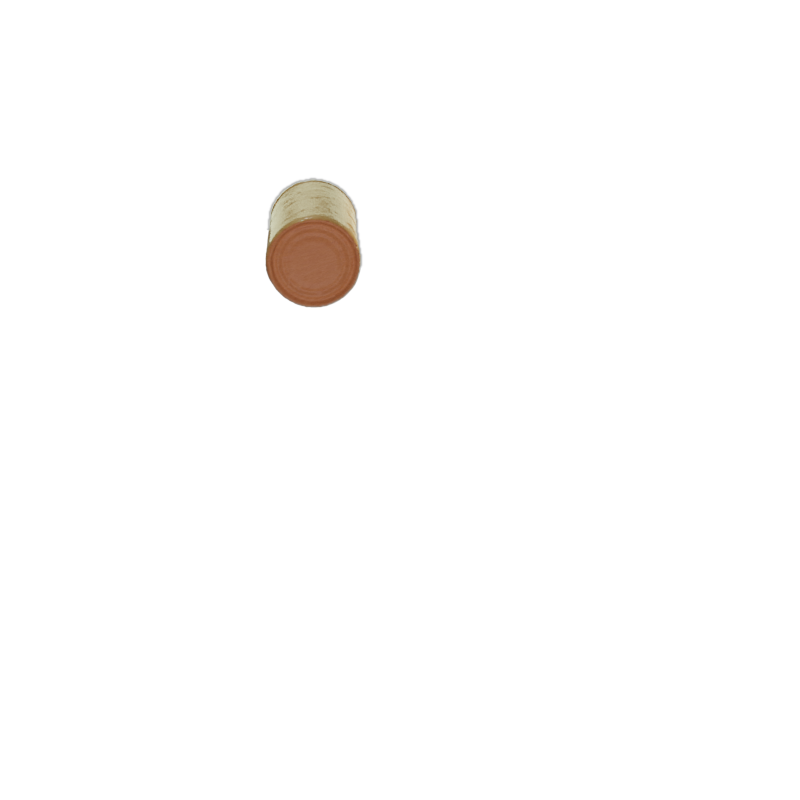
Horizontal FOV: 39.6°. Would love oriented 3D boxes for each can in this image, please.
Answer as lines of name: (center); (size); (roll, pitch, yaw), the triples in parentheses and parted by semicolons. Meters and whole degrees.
can: (-0.064, -0.116, 0.812); (0.068, 0.065, 0.107); (0, 23, -3)
